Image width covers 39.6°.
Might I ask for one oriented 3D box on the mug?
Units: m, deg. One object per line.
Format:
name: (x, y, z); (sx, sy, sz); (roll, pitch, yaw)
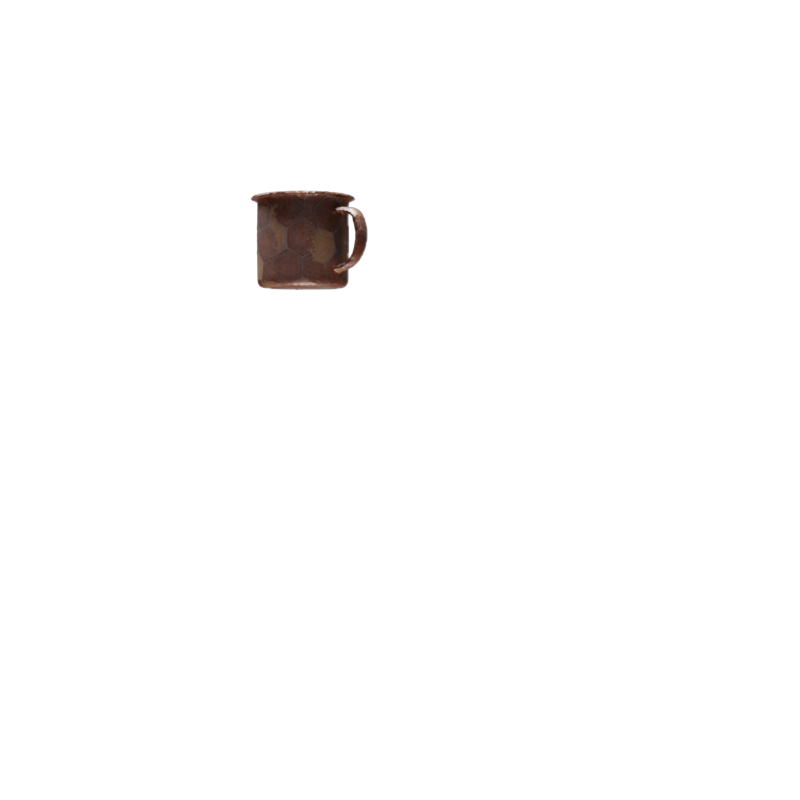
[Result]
mug: (-0.077, -0.140, 0.980); (0.121, 0.082, 0.089); (0, -1, 37)
